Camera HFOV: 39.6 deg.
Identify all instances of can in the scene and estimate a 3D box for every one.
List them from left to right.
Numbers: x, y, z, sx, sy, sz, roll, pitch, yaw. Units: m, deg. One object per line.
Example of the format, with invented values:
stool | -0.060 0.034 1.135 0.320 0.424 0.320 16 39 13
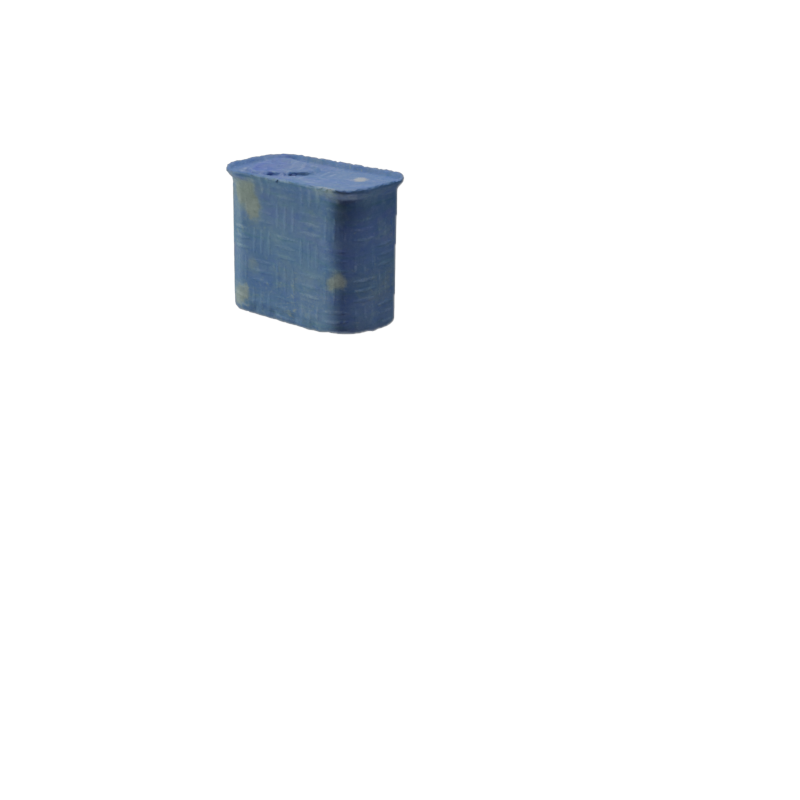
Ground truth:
can | -0.049 -0.090 0.627 0.108 0.080 0.057 17 25 36
